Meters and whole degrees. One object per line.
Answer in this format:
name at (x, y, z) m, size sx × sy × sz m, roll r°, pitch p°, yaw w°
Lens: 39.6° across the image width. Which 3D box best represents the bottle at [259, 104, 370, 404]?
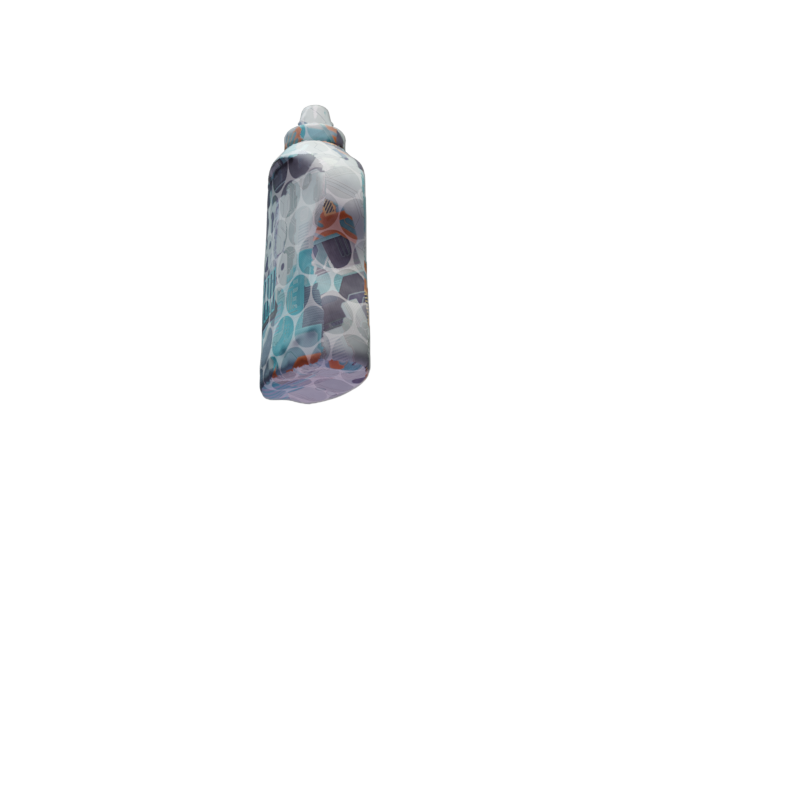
bottle at (-0.055, -0.101, 0.705) m, size 0.056 × 0.201 × 0.095 m, roll 8°, pitch -23°, yaw -24°
